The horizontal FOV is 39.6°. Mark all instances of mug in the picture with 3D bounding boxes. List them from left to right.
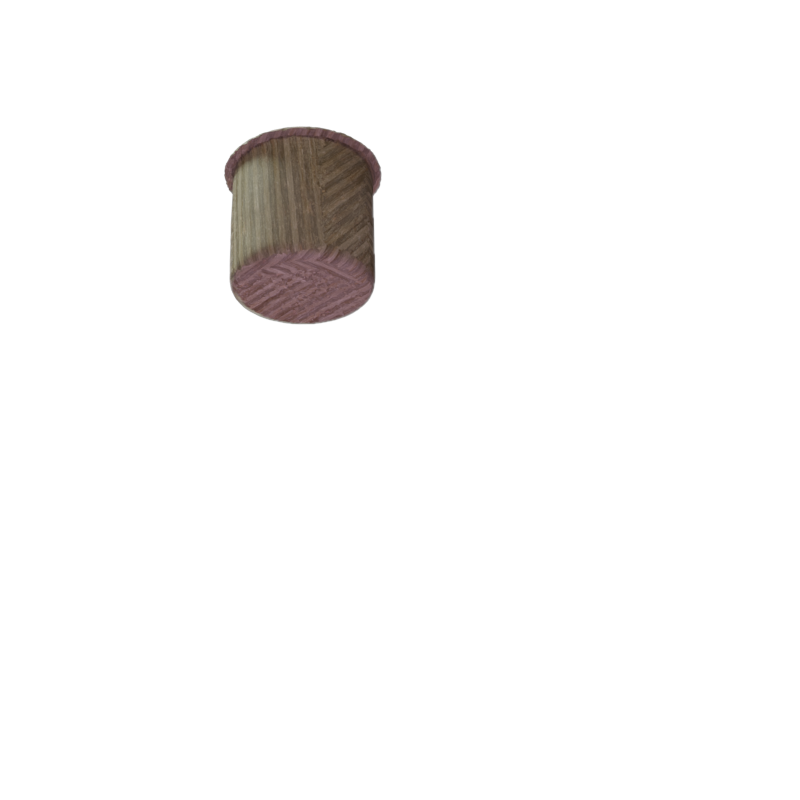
[{"bbox_3d":[-0.050,-0.092,0.644,0.094,0.087,0.108,-16,-32,24],"label":"mug"}]
